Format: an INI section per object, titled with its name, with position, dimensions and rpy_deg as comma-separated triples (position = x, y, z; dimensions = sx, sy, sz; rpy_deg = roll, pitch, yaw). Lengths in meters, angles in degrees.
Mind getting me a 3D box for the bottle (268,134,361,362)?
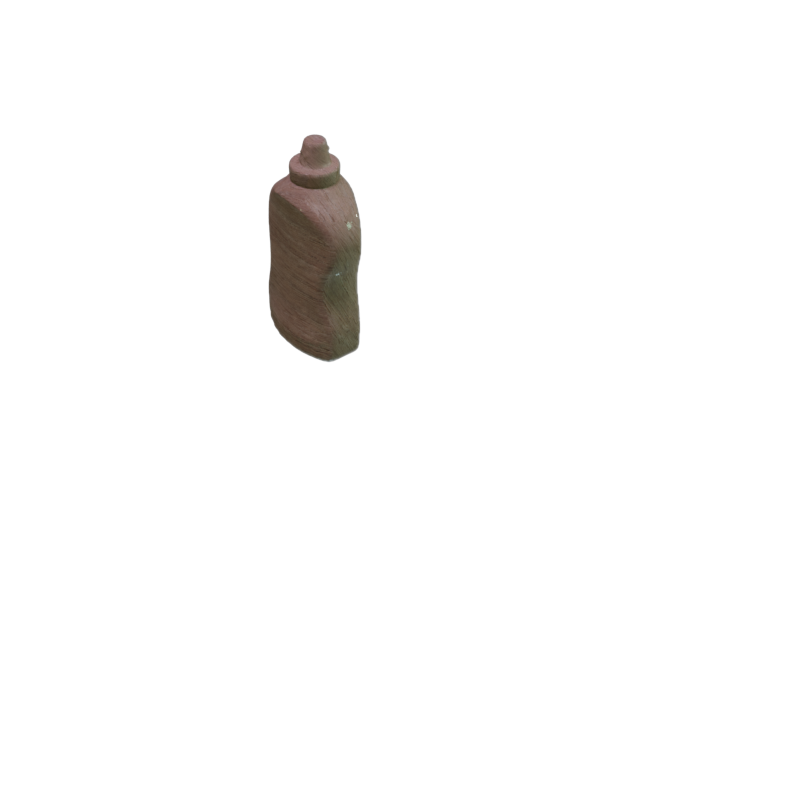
[bottle]
position = -0.071, -0.131, 0.916
dimensions = 0.058, 0.179, 0.103
rpy_deg = -21, 43, -29
